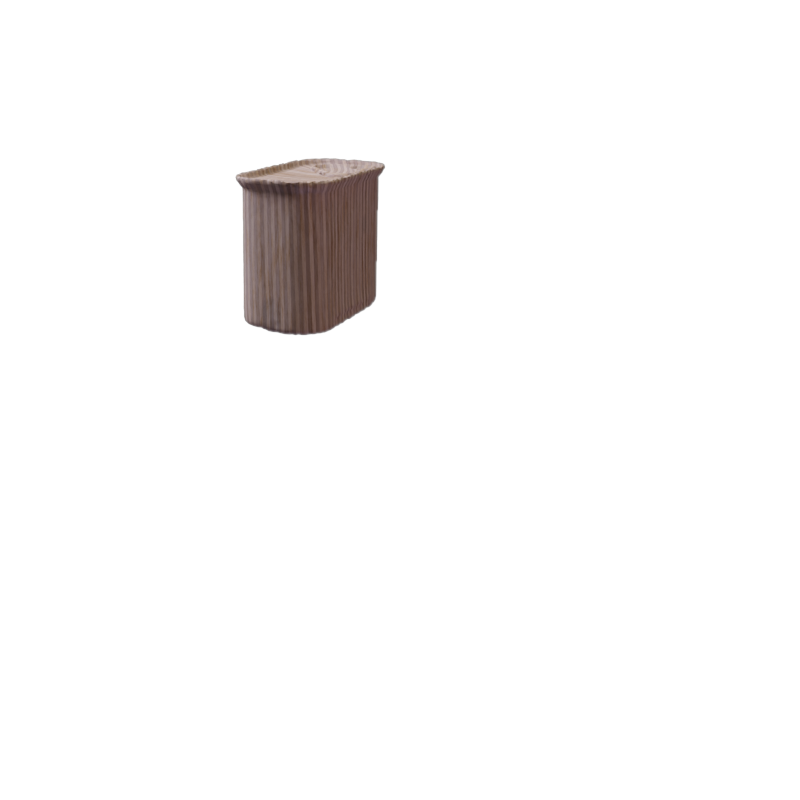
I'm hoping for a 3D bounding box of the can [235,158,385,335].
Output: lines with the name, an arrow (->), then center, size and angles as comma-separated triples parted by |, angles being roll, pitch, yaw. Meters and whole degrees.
can -> -0.049, -0.090, 0.629 | 0.059, 0.081, 0.102 | 6, 17, 22
